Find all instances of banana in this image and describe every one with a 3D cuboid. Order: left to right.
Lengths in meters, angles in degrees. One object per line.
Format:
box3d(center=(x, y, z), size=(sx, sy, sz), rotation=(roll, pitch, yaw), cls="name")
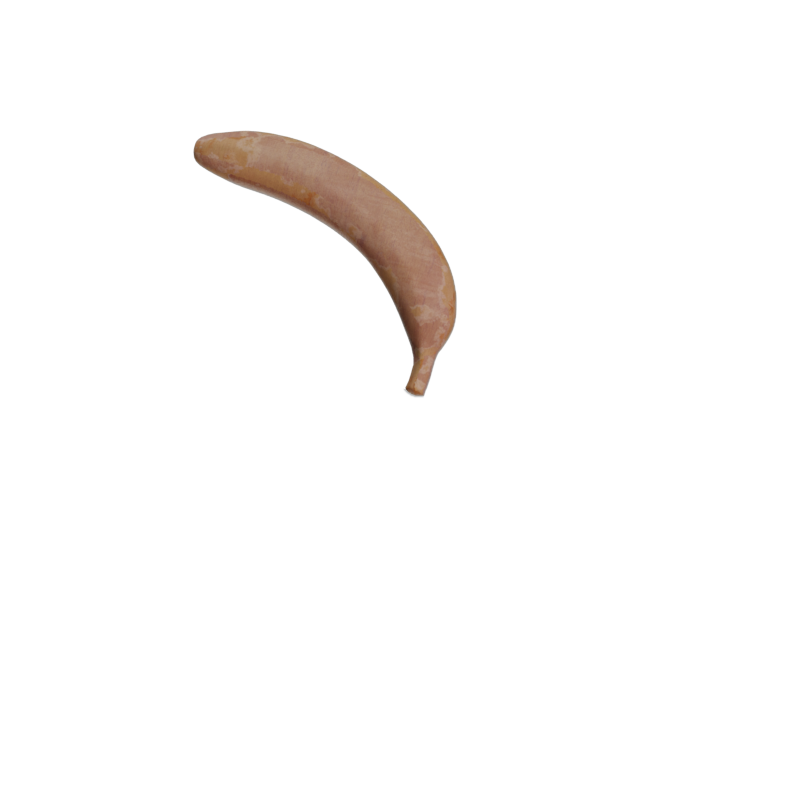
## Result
box3d(center=(-0.032, -0.096, 0.619), size=(0.070, 0.207, 0.035), rotation=(-38, -19, -16), cls="banana")
